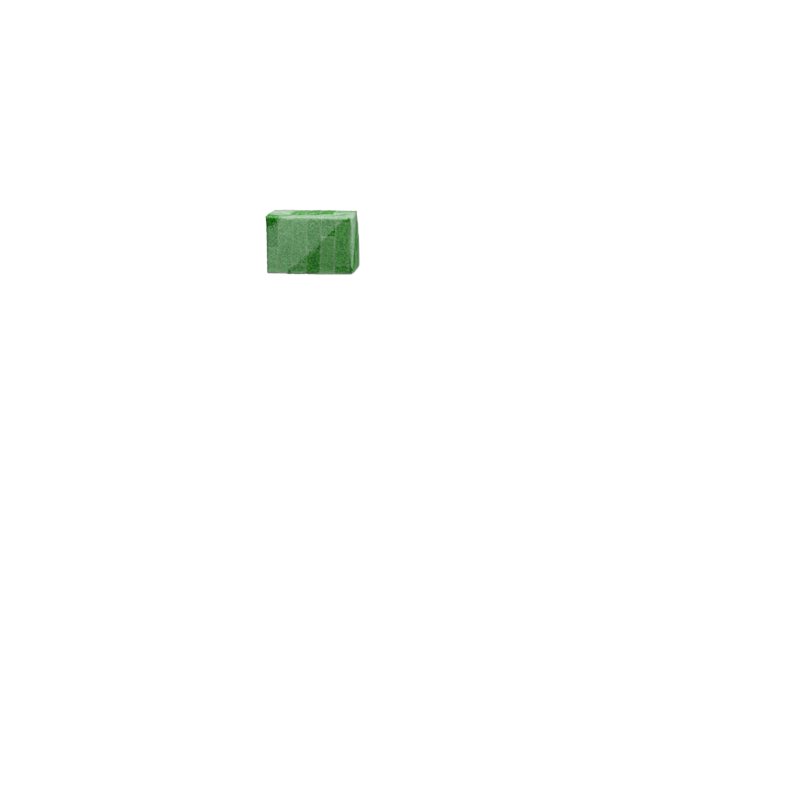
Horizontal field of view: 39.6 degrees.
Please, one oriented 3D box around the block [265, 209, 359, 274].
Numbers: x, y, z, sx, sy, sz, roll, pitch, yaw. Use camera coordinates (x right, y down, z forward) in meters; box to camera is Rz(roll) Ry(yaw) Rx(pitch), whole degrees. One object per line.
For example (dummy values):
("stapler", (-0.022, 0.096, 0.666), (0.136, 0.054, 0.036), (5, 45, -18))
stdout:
("block", (-0.077, -0.140, 0.978), (0.079, 0.050, 0.054), (2, 12, 6))
